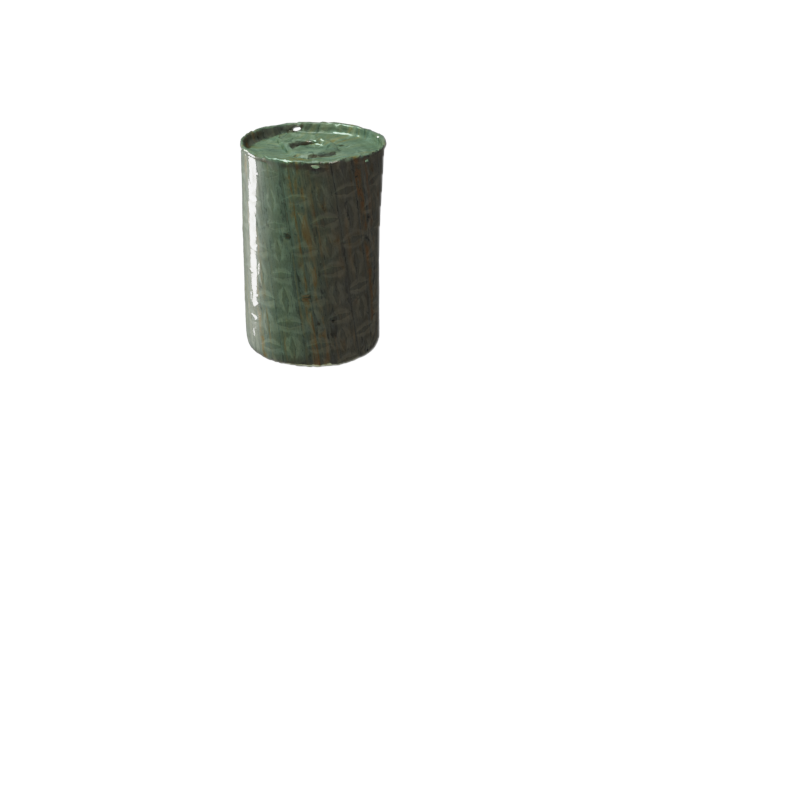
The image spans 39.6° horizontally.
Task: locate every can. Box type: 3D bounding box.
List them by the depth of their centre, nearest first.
[{"bbox_3d":[-0.042,-0.076,0.532,0.068,0.097,0.072,0,24,-2],"label":"can"}]
